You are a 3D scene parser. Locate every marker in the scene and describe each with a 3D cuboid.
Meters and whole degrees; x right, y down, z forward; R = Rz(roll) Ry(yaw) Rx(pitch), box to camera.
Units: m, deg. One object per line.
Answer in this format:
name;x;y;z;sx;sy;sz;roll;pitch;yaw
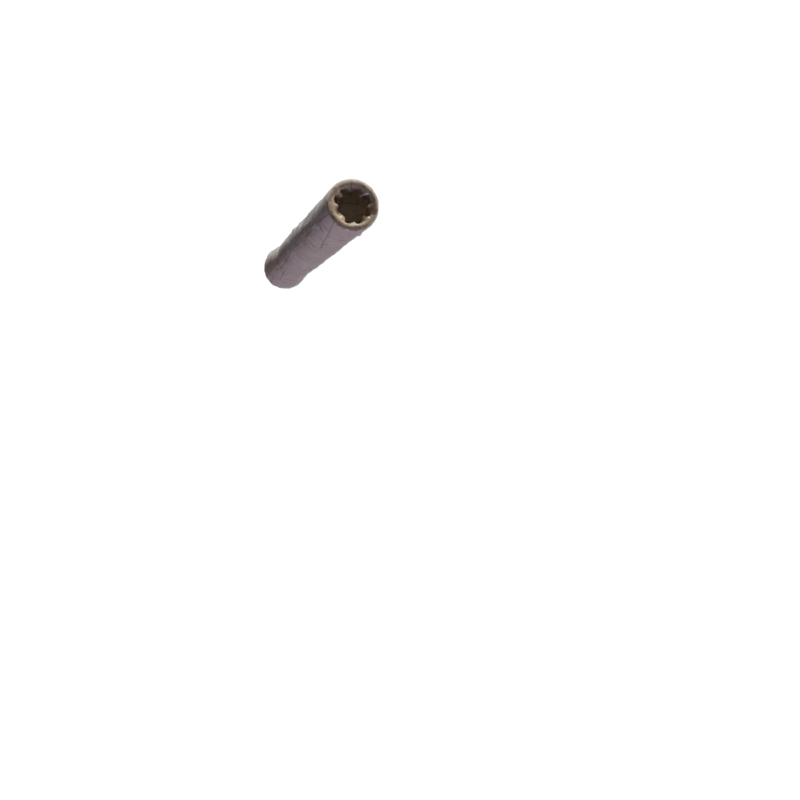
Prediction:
marker;-0.034;-0.062;0.435;0.019;0.020;0.121;-1;-4;-17
